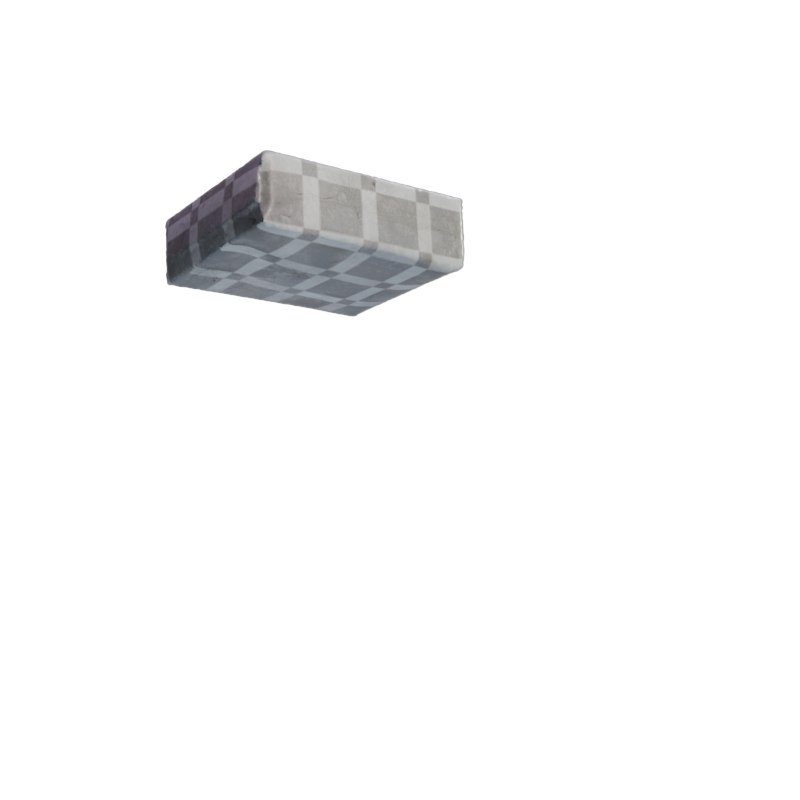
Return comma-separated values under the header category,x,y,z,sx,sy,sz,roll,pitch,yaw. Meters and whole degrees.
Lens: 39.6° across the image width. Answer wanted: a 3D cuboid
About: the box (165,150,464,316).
category,x,y,z,sx,sy,sz,roll,pitch,yaw
box,-0.040,-0.074,0.516,0.108,0.041,0.090,10,-18,-35
